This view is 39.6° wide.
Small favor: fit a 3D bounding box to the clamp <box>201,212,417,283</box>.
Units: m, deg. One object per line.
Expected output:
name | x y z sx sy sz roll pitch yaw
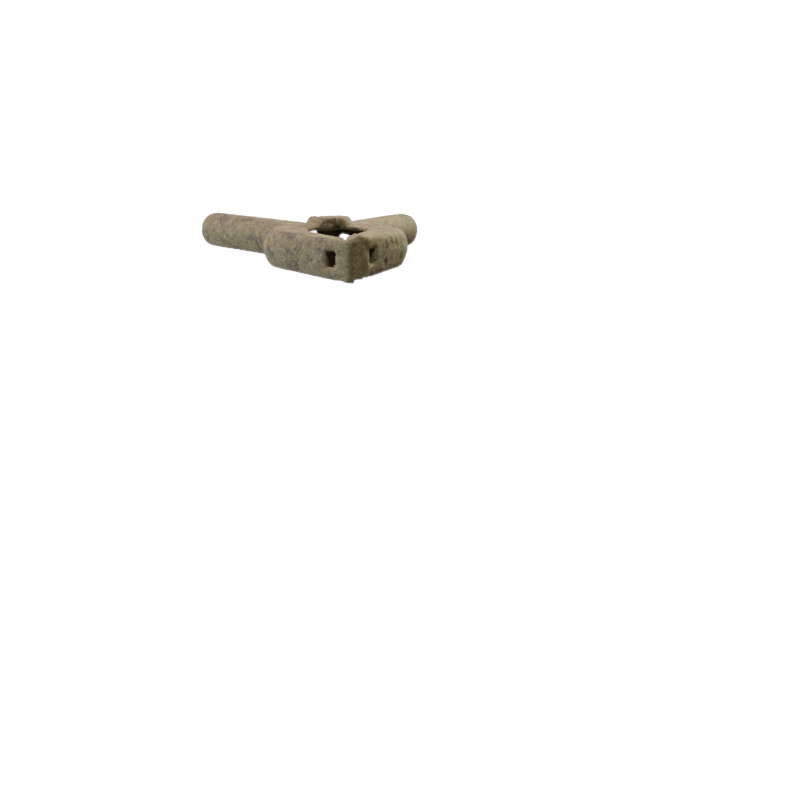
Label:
clamp | -0.060 -0.109 0.765 0.164 0.035 0.216 -1 14 -4
